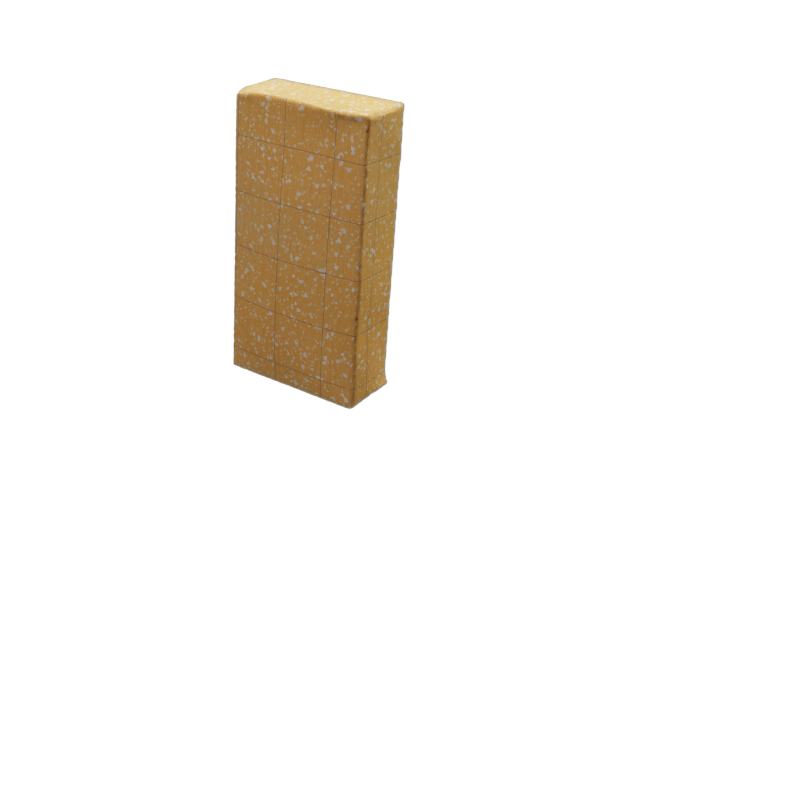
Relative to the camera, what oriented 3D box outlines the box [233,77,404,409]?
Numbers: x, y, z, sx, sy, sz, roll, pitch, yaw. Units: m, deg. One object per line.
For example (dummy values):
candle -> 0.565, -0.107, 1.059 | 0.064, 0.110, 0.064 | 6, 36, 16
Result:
box -> -0.051, -0.092, 0.646 | 0.098, 0.167, 0.048 | 17, 28, 31
